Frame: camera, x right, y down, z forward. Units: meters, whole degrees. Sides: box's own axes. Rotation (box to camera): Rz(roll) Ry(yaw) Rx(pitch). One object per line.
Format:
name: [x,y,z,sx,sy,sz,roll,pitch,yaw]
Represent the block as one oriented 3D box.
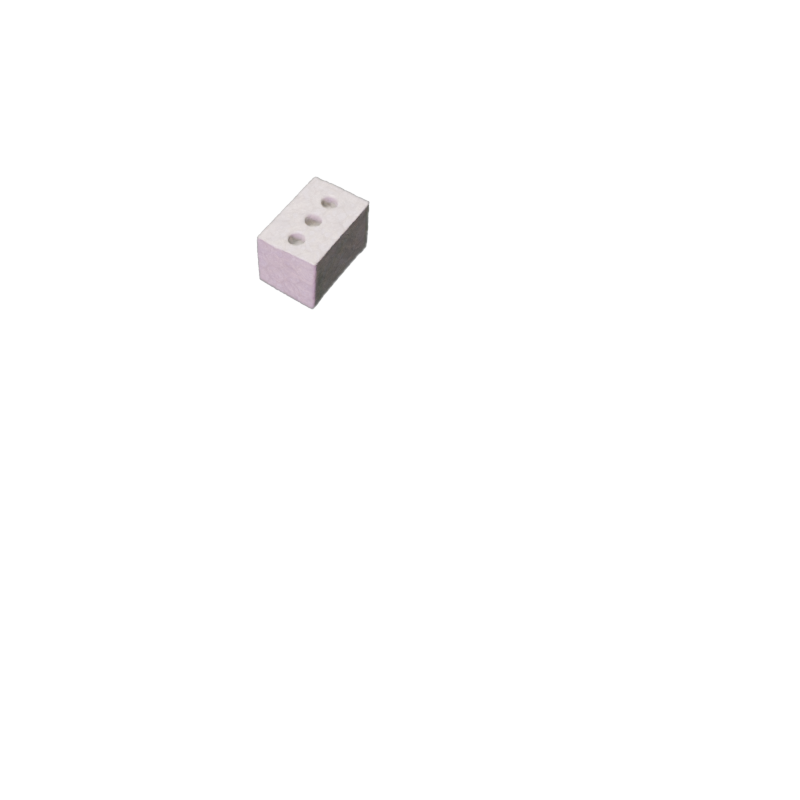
block: [-0.066,-0.120,0.841,0.055,0.080,0.048,26,-33,17]
